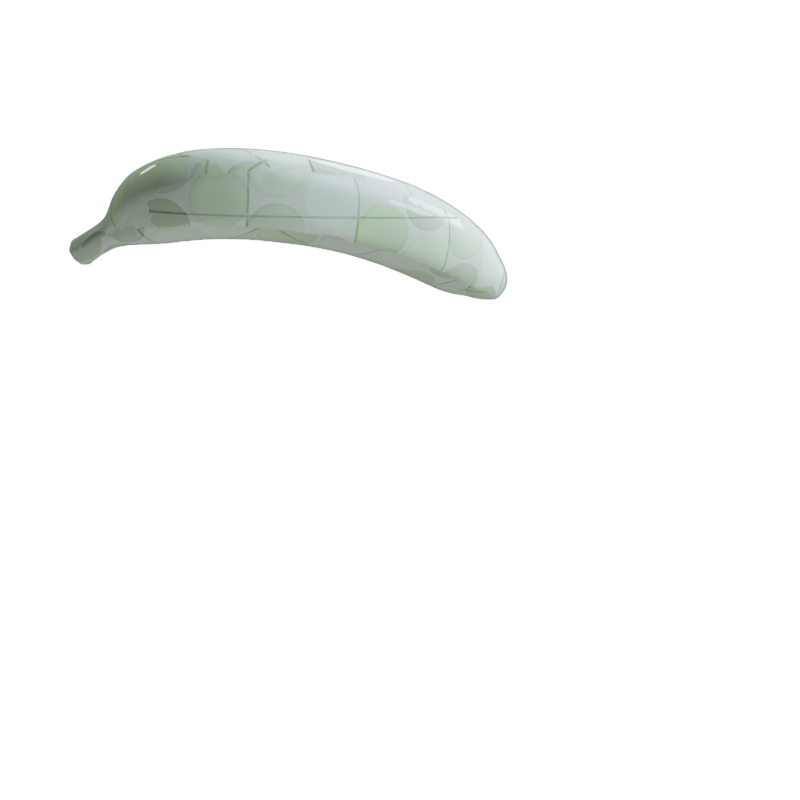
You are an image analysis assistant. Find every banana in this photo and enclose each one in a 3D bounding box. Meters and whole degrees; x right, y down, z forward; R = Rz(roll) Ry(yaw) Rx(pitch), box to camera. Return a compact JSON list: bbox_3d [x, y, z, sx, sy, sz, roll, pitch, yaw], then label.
[{"bbox_3d":[-0.035,-0.075,0.467,0.193,0.039,0.068,5,-20,-16],"label":"banana"}]
